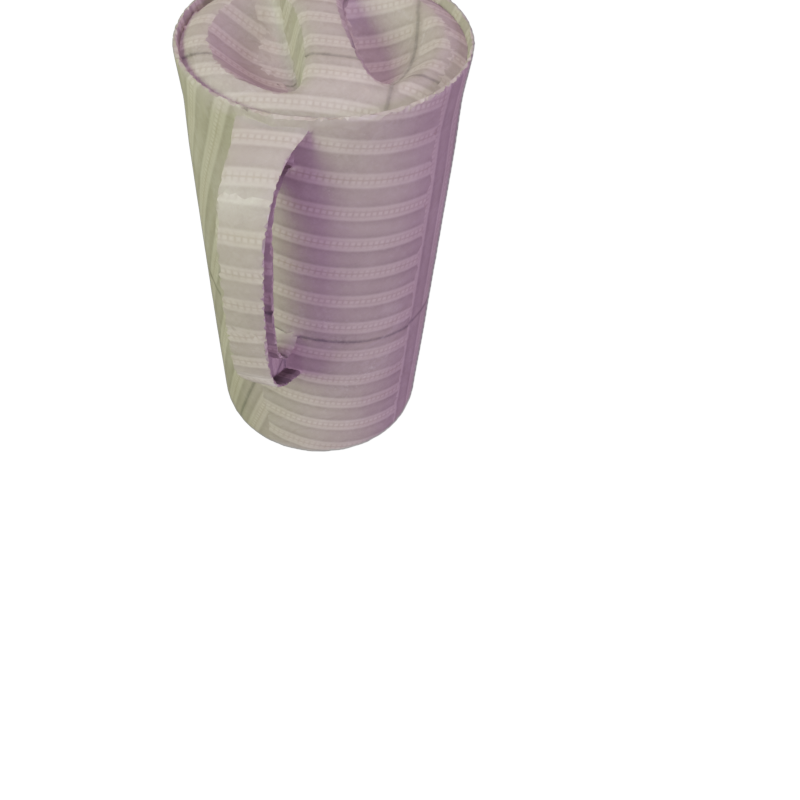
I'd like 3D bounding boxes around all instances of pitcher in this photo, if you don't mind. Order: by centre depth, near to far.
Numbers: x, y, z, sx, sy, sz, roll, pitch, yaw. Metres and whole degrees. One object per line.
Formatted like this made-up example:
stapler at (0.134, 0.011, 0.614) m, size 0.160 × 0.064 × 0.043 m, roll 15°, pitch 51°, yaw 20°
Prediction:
pitcher at (-0.044, -0.080, 0.558) m, size 0.148 × 0.226 × 0.157 m, roll -20°, pitch 49°, yaw -22°
